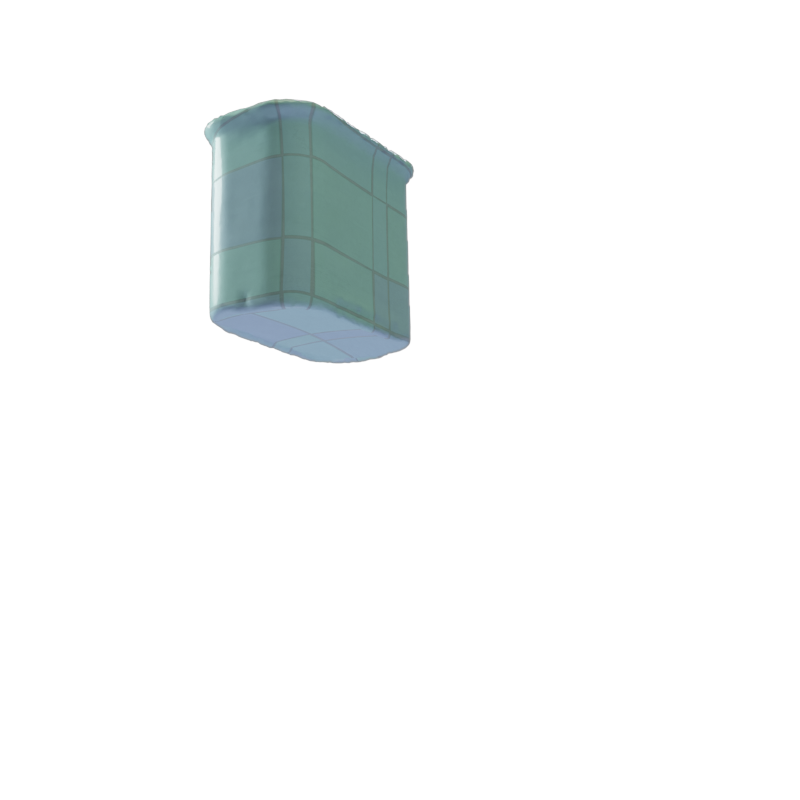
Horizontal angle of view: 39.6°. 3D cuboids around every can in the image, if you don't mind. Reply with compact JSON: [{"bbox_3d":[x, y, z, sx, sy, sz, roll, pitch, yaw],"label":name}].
[{"bbox_3d":[-0.036,-0.066,0.464,0.059,0.087,0.096,-11,-18,30],"label":"can"}]
